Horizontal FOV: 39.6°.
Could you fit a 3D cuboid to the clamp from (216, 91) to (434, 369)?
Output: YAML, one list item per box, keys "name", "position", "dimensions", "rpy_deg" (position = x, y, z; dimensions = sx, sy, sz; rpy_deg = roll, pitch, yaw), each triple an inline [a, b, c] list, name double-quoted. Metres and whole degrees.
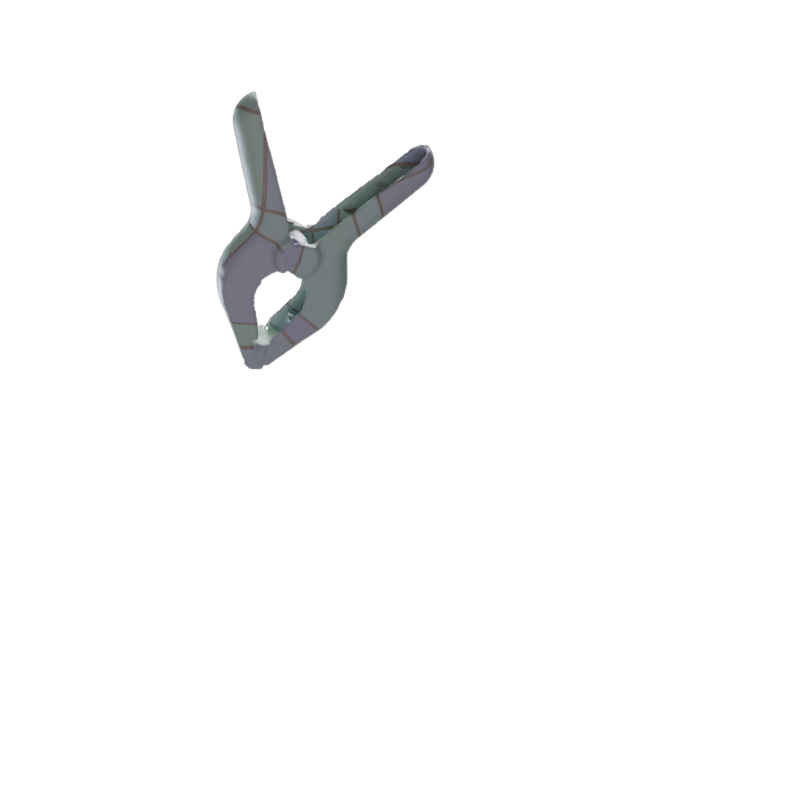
- name: "clamp"
  position: [-0.052, -0.094, 0.662]
  dimensions: [0.119, 0.163, 0.042]
  rpy_deg: [11, 29, -7]
